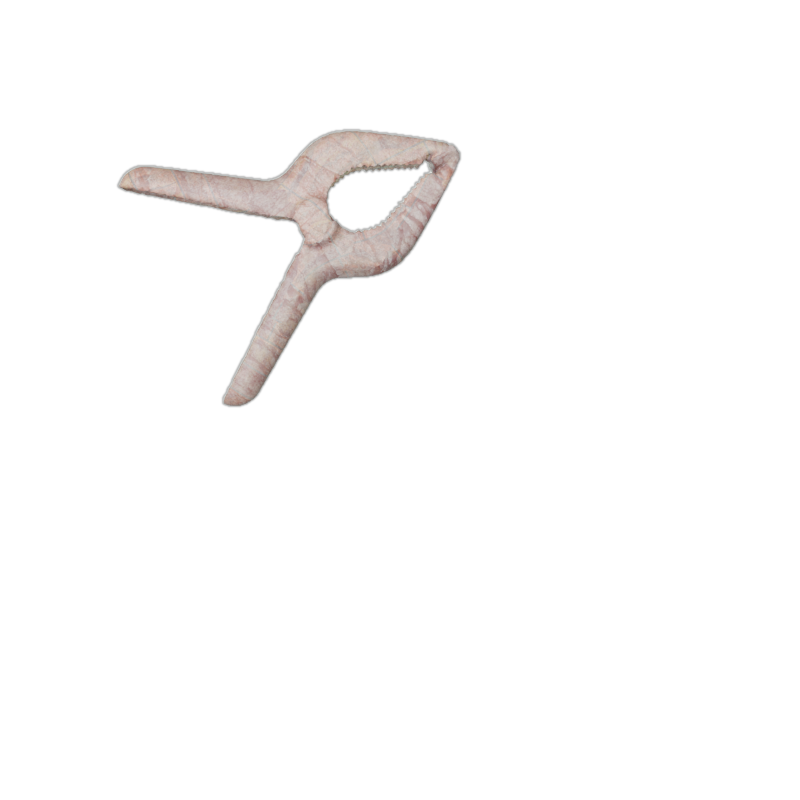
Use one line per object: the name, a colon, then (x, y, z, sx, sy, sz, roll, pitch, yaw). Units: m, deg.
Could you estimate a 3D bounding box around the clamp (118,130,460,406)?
clamp: (-0.055, -0.100, 0.703, 0.210, 0.166, 0.036, -20, -3, -1)
